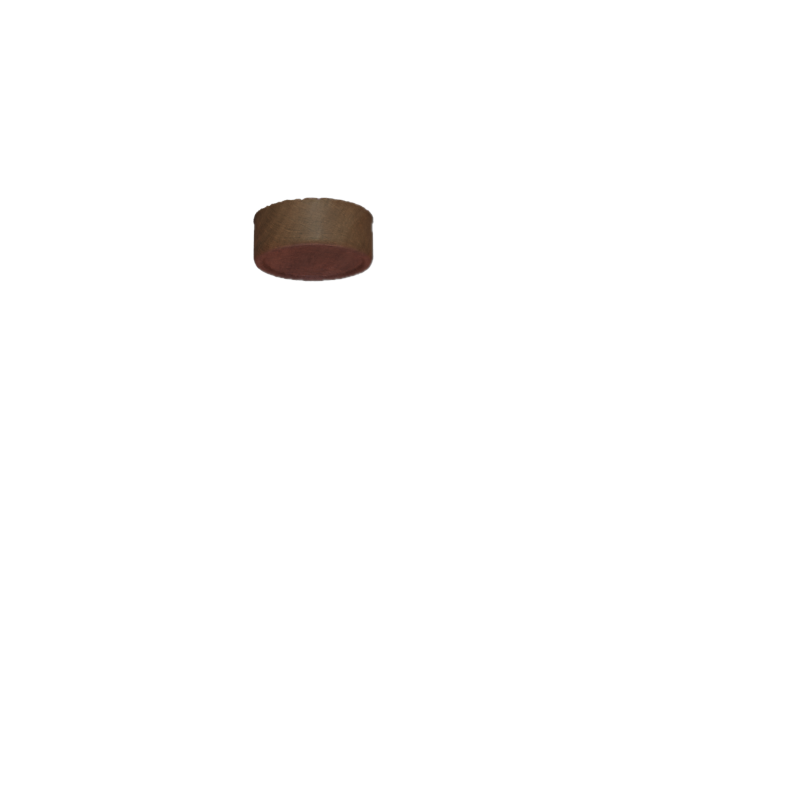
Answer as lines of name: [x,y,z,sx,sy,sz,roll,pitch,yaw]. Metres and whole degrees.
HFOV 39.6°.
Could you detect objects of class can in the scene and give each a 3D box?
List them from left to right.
can: [-0.061,-0.112,0.783,0.086,0.035,0.083,0,-13,-2]
